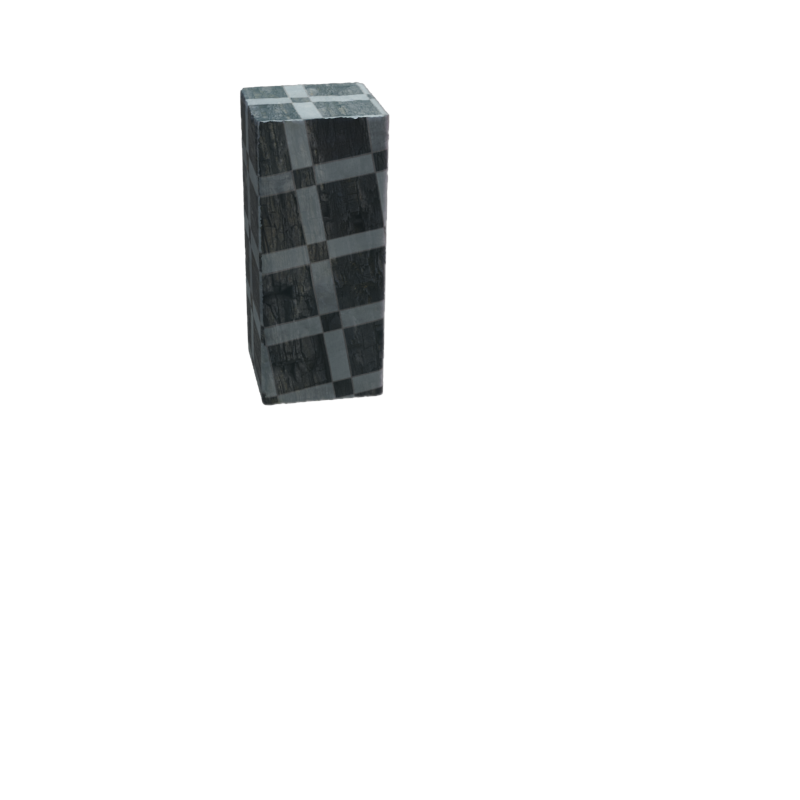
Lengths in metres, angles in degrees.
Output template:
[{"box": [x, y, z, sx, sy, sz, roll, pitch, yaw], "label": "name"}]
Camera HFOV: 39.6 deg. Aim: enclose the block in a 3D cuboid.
[{"box": [-0.062, -0.112, 0.782, 0.089, 0.196, 0.097, -4, 26, -12], "label": "block"}]
